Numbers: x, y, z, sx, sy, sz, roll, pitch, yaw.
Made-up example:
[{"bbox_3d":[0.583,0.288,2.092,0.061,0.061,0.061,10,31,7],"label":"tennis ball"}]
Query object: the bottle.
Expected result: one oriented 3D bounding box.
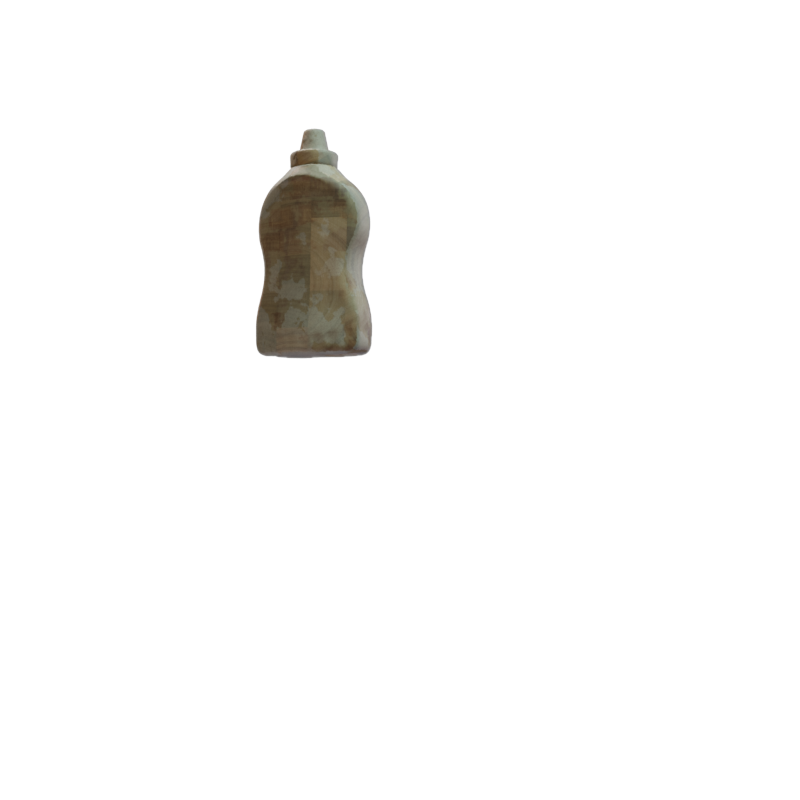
[{"bbox_3d":[-0.073,-0.133,0.930,0.099,0.196,0.056,-4,-9,27],"label":"bottle"}]
